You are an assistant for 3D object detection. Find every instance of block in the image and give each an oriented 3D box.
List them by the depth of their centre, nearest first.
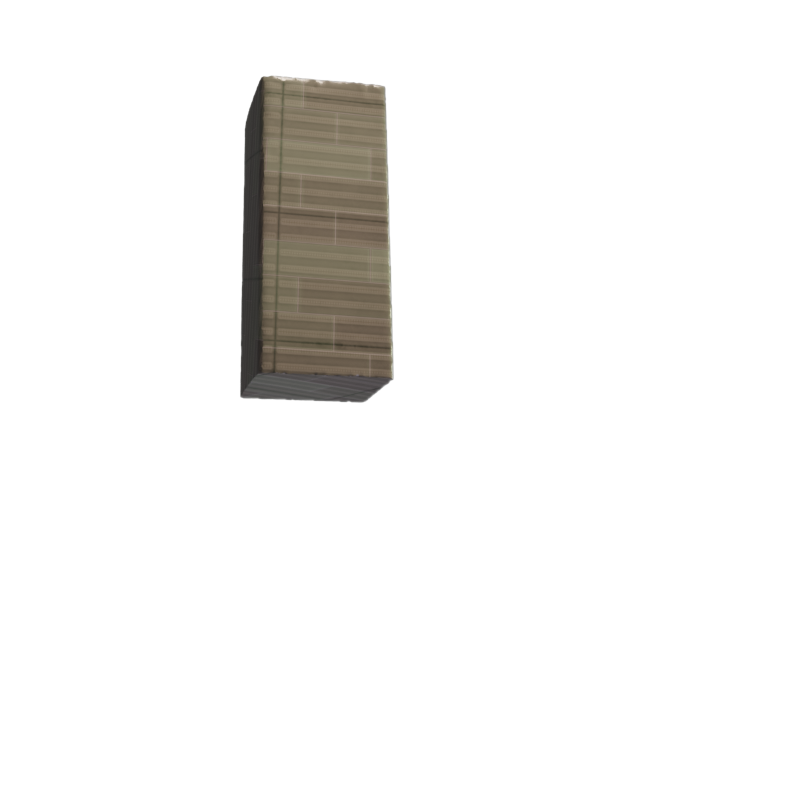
[{"bbox_3d":[-0.060,-0.110,0.768,0.089,0.215,0.088,3,-17,-13],"label":"block"}]
